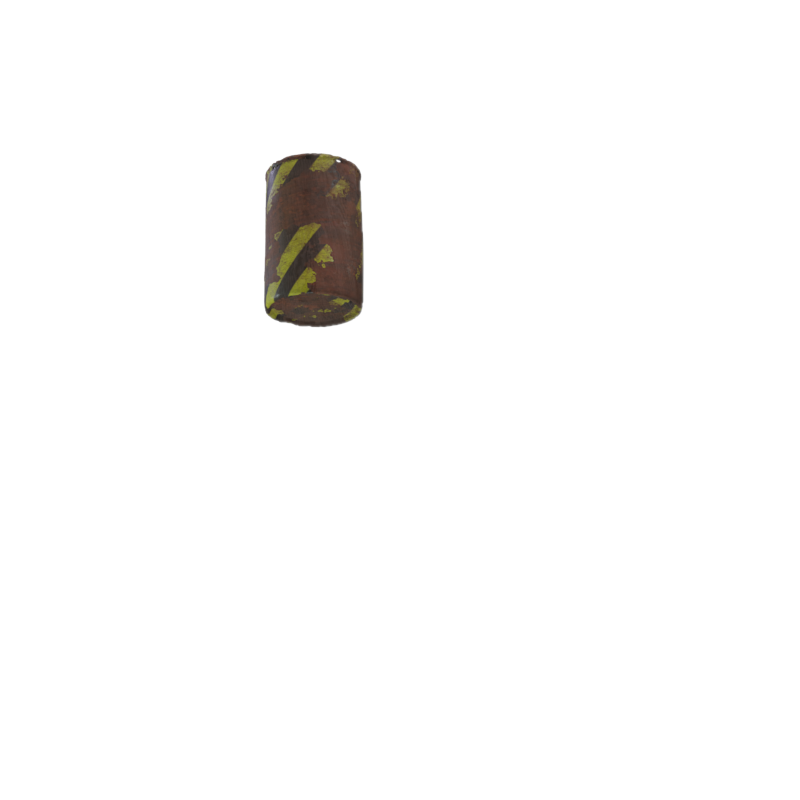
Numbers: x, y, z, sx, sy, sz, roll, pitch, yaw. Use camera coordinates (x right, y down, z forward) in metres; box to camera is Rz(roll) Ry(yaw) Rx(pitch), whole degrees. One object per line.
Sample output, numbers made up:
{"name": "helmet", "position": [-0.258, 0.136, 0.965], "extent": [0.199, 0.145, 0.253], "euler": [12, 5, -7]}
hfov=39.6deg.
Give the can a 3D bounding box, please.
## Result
{"name": "can", "position": [-0.060, -0.109, 0.761], "extent": [0.068, 0.108, 0.065], "euler": [0, -22, -2]}
